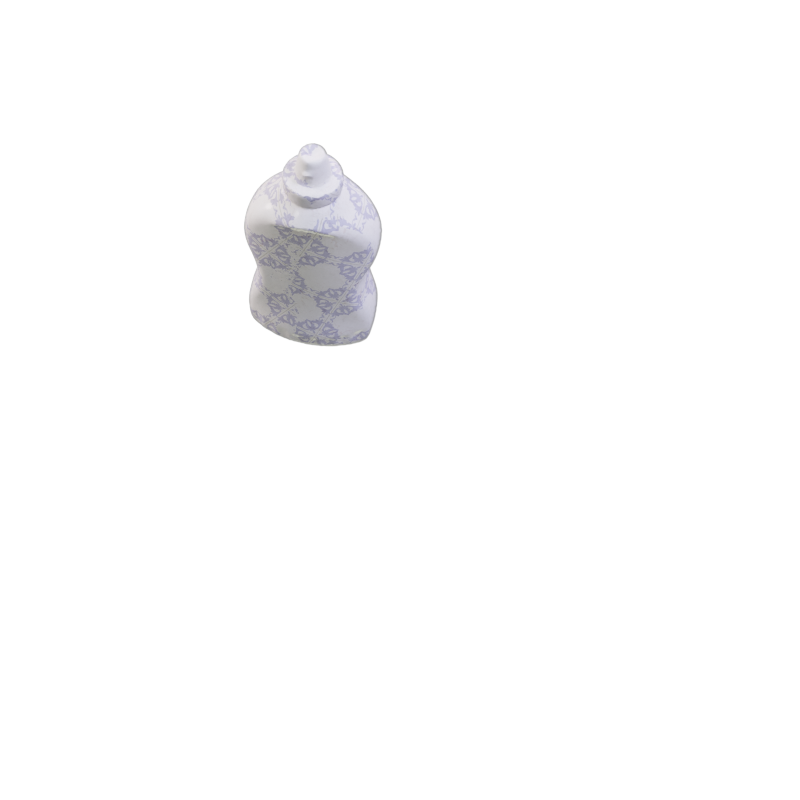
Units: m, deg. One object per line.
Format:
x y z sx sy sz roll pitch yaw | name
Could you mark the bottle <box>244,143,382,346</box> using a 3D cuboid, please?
-0.062 -0.112 0.790 0.097 0.061 0.179 14 -32 6 | bottle
